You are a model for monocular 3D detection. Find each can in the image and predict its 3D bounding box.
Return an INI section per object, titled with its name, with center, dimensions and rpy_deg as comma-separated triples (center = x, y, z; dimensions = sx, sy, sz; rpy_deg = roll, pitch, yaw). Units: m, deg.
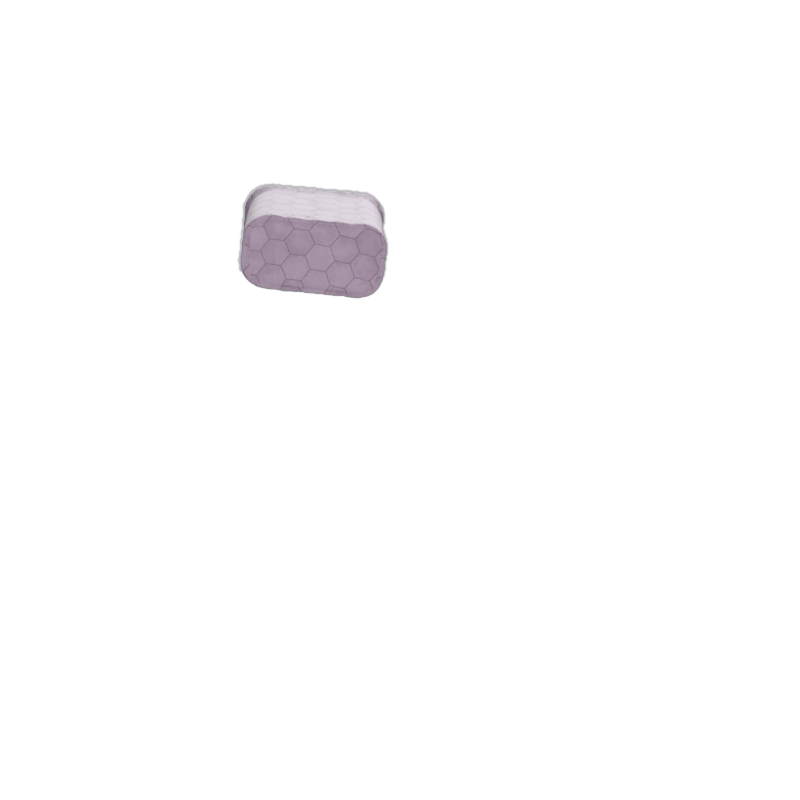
[can]
center = -0.060, -0.109, 0.766
dimensions = 0.101, 0.055, 0.087
rpy_deg = 5, 20, -3
